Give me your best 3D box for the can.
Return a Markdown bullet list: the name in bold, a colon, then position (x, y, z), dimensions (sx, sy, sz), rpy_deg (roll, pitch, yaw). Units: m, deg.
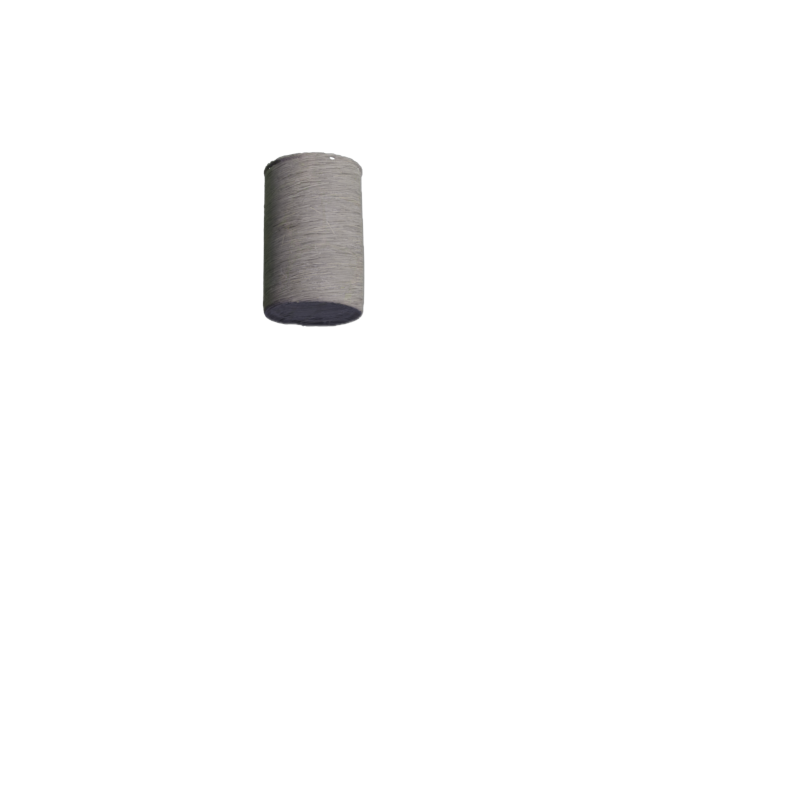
- **can**: position (-0.058, -0.106, 0.742), dimensions (0.068, 0.106, 0.066), rpy_deg (0, -16, -2)
